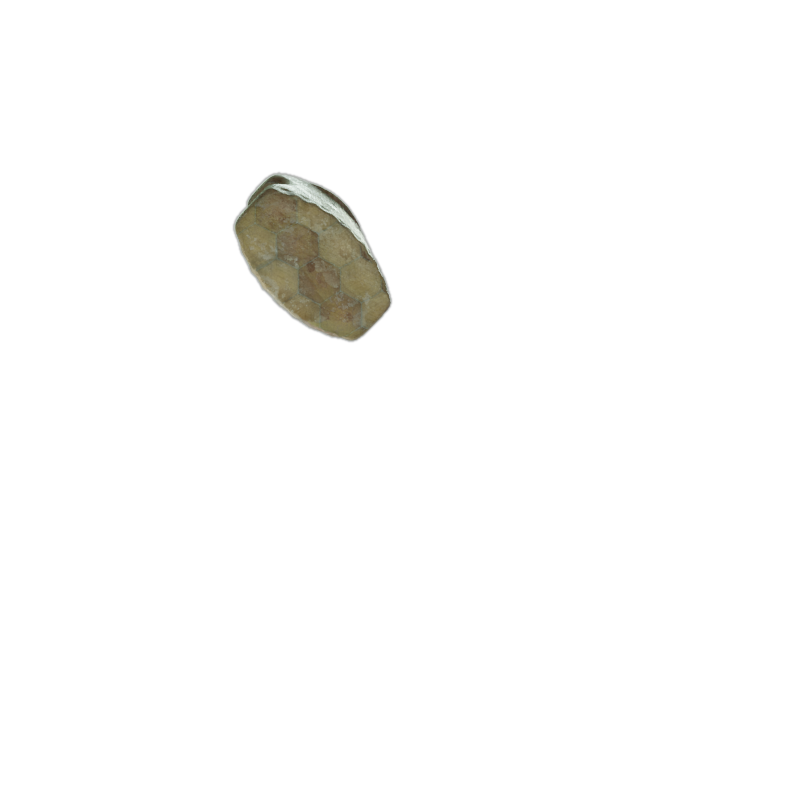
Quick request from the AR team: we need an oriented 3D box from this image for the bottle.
[{"bbox_3d":[-0.055,-0.099,0.694,0.094,0.058,0.198,41,9,-13],"label":"bottle"}]
